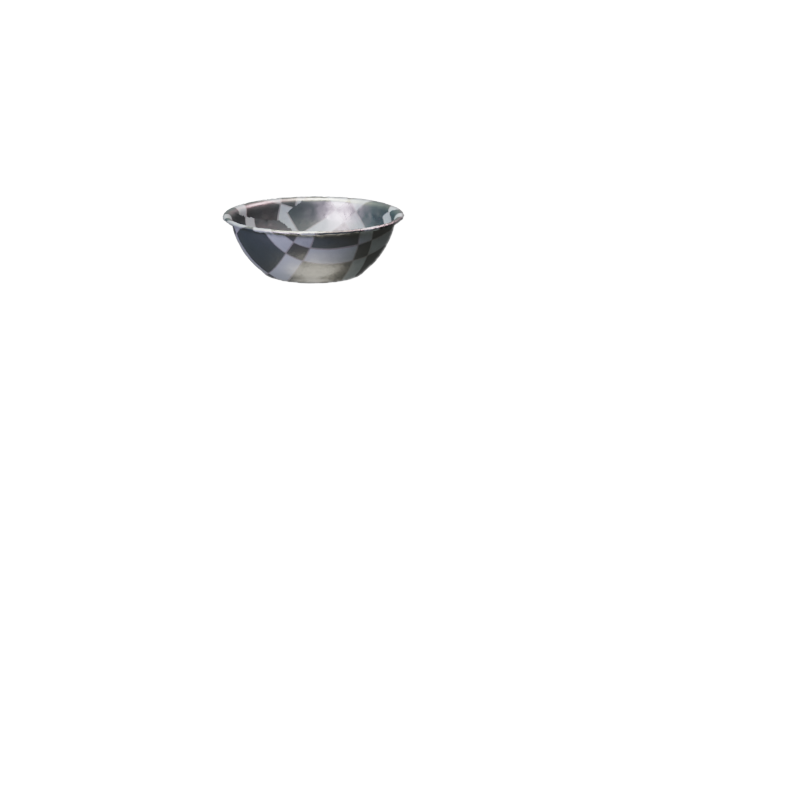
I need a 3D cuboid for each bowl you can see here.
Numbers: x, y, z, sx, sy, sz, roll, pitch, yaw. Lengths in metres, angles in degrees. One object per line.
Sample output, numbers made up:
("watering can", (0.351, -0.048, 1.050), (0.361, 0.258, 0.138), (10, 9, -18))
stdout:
("bowl", (-0.078, -0.142, 0.997), (0.162, 0.053, 0.169), (-1, 19, -2))
